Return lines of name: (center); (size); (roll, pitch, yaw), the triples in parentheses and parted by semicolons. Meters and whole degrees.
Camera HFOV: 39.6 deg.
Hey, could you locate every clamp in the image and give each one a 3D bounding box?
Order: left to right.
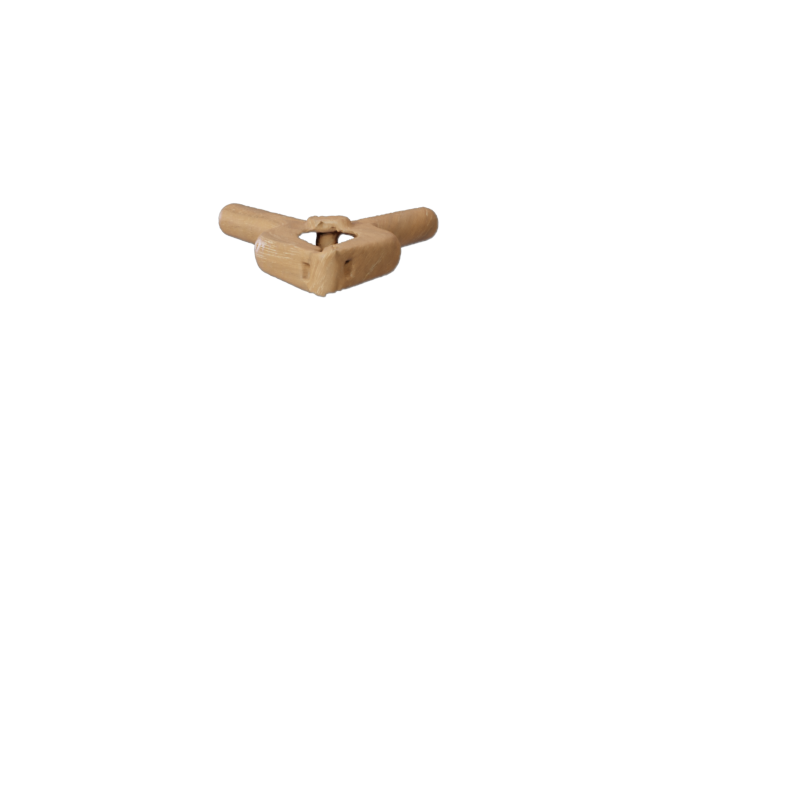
clamp: (-0.059, -0.108, 0.754); (0.166, 0.035, 0.215); (2, 18, 5)
